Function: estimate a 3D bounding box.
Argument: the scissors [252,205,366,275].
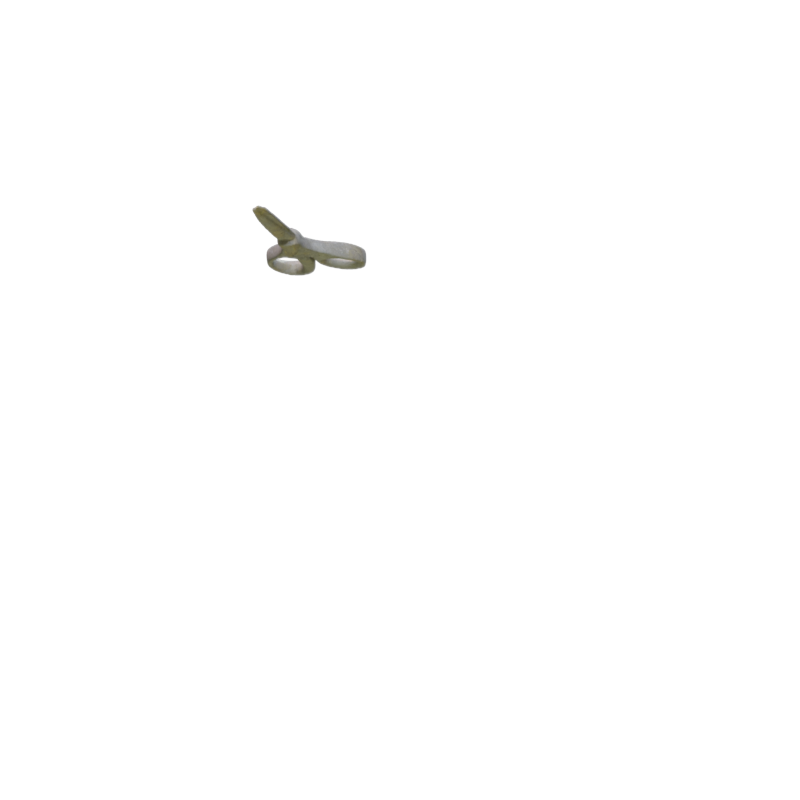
[{"bbox_3d":[-0.071,-0.130,0.910,0.096,0.016,0.198,1,-6,-6],"label":"scissors"}]
